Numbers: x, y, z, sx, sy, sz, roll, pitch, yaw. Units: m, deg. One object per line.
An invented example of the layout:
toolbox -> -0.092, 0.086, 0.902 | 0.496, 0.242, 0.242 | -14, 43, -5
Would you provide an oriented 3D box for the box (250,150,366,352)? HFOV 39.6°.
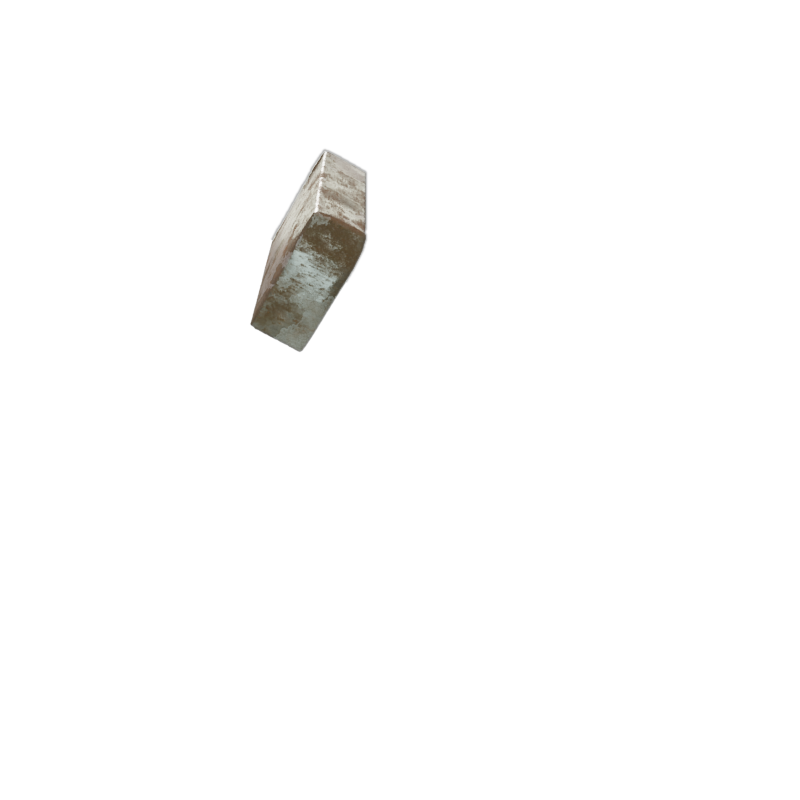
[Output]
box -> -0.063, -0.114, 0.796 | 0.047, 0.091, 0.185 | 27, 19, -16
